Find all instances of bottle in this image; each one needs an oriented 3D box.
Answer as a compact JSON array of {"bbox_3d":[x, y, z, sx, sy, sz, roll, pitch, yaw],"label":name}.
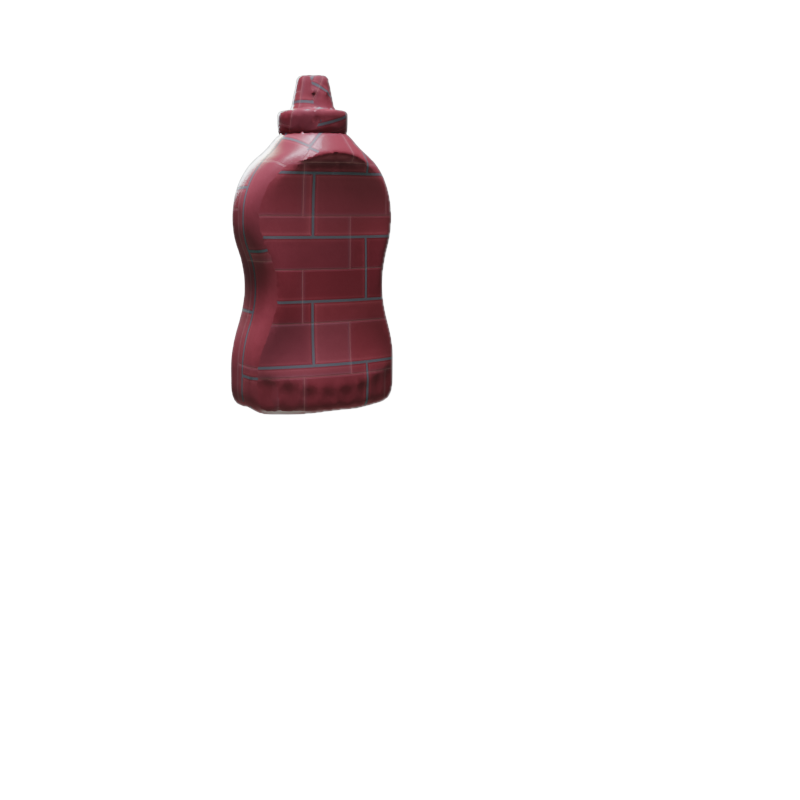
[{"bbox_3d":[-0.051,-0.092,0.646,0.093,0.190,0.061,-2,4,-30],"label":"bottle"}]
